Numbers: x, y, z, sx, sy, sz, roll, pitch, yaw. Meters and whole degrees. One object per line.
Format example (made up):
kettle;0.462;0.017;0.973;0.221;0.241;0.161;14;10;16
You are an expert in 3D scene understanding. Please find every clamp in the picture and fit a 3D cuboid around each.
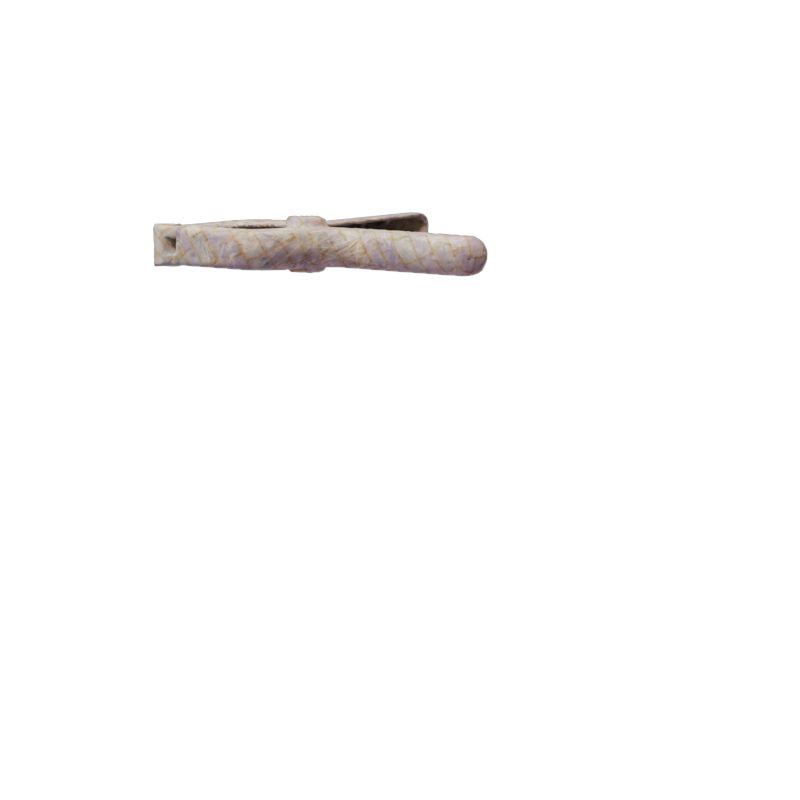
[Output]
clamp;-0.059;-0.107;0.748;0.209;0.035;0.169;-1;14;-2
